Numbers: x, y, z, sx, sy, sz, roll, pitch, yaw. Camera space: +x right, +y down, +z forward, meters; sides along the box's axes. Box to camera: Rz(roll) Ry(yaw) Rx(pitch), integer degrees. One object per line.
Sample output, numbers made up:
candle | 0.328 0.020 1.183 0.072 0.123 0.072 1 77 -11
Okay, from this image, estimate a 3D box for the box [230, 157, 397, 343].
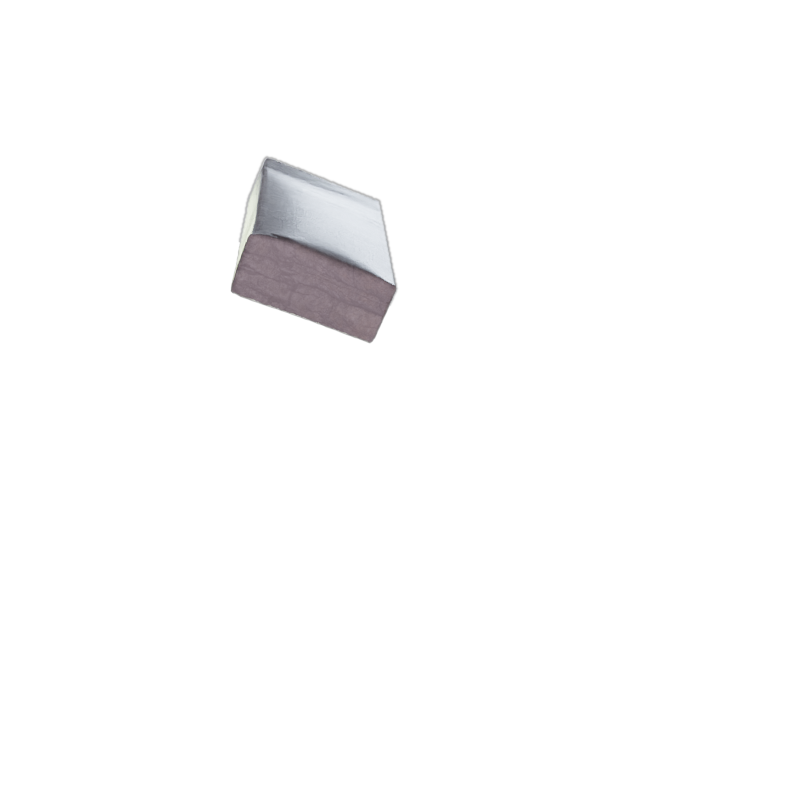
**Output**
box | -0.057 -0.103 0.725 0.092 0.047 0.185 19 20 -11
